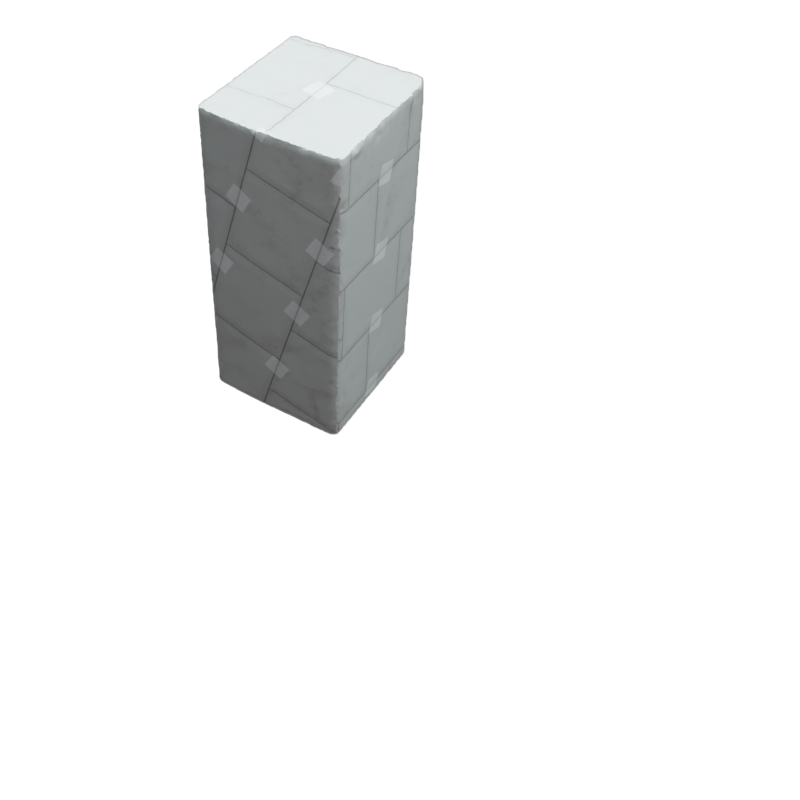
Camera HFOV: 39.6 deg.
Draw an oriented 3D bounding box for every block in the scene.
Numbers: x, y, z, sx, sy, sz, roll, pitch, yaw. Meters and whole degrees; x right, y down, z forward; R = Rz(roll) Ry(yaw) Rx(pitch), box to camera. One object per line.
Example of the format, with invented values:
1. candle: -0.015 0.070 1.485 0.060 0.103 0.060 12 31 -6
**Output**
1. block: -0.050 -0.092 0.645 0.094 0.192 0.093 24 47 21
